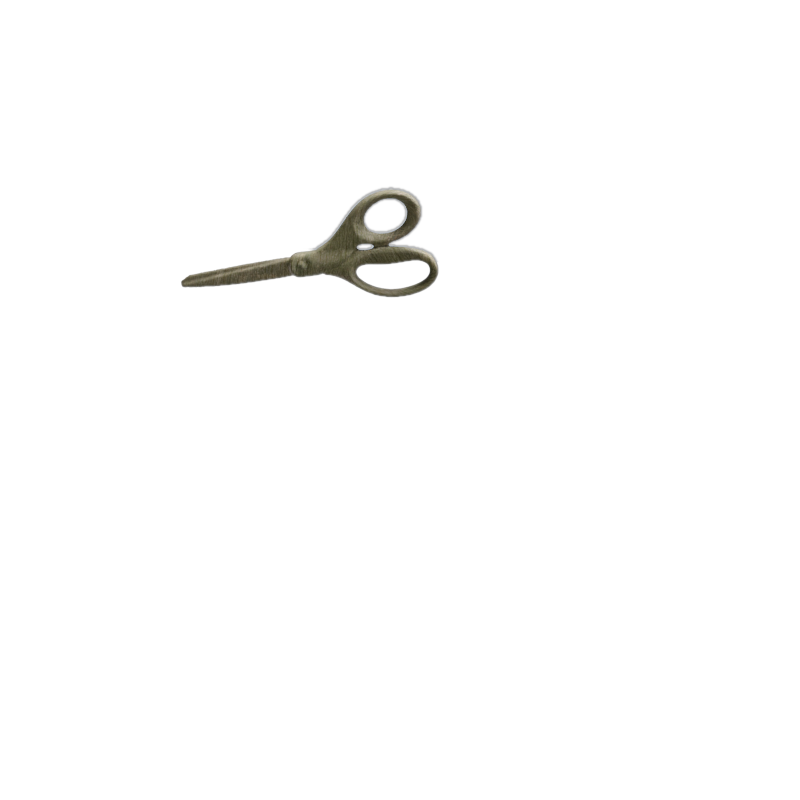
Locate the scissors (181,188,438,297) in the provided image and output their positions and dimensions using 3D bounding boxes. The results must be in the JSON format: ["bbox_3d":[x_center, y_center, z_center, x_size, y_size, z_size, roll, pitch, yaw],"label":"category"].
[{"bbox_3d":[-0.068,-0.124,0.870,0.201,0.093,0.016,6,17,-2],"label":"scissors"}]
